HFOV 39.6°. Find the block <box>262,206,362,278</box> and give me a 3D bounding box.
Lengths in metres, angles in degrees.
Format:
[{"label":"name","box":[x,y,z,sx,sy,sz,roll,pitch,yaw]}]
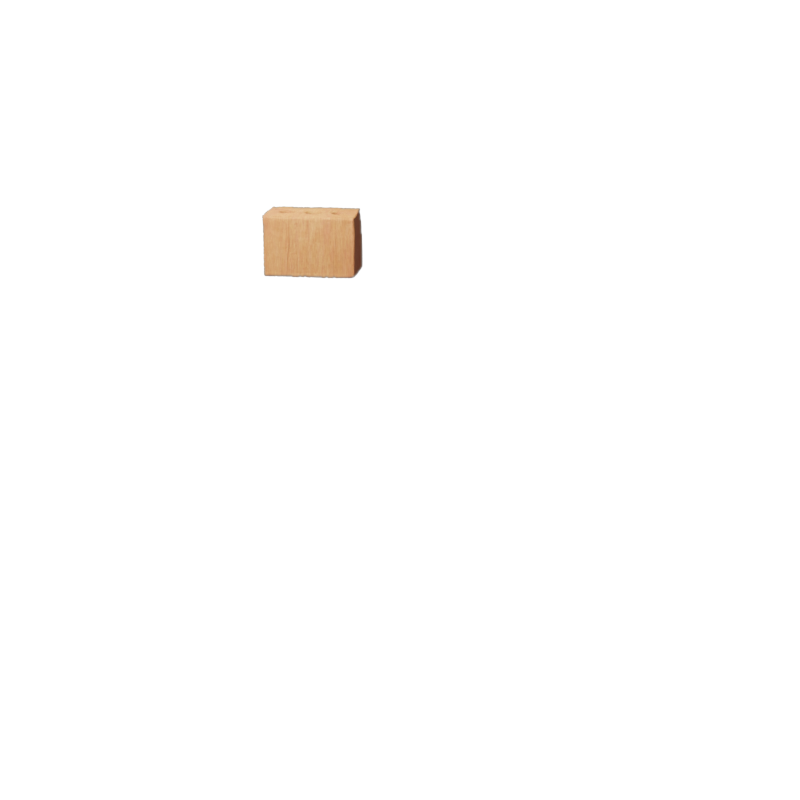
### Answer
[{"label":"block","box":[-0.072,-0.132,0.923,0.079,0.050,0.054,2,14,6]}]
